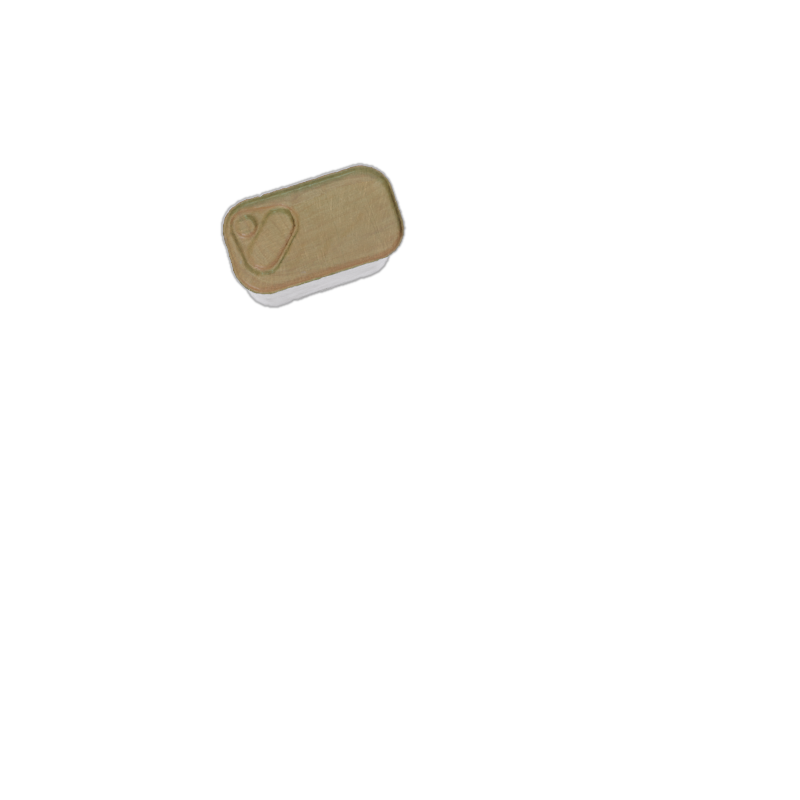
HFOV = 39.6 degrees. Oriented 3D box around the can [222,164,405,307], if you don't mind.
[{"bbox_3d":[-0.053,-0.096,0.673,0.102,0.059,0.082,-18,-4,-4],"label":"can"}]
